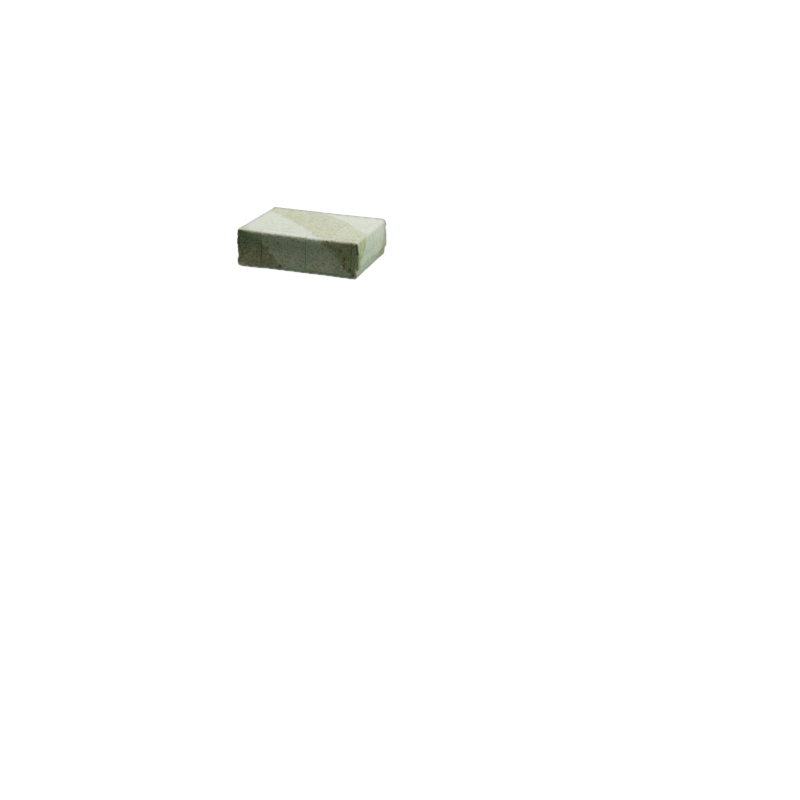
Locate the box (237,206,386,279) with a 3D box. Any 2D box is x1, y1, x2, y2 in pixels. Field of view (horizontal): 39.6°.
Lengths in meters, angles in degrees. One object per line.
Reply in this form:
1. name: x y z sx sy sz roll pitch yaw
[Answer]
1. box: -0.078 -0.141 0.991 0.116 0.037 0.091 6 21 16
